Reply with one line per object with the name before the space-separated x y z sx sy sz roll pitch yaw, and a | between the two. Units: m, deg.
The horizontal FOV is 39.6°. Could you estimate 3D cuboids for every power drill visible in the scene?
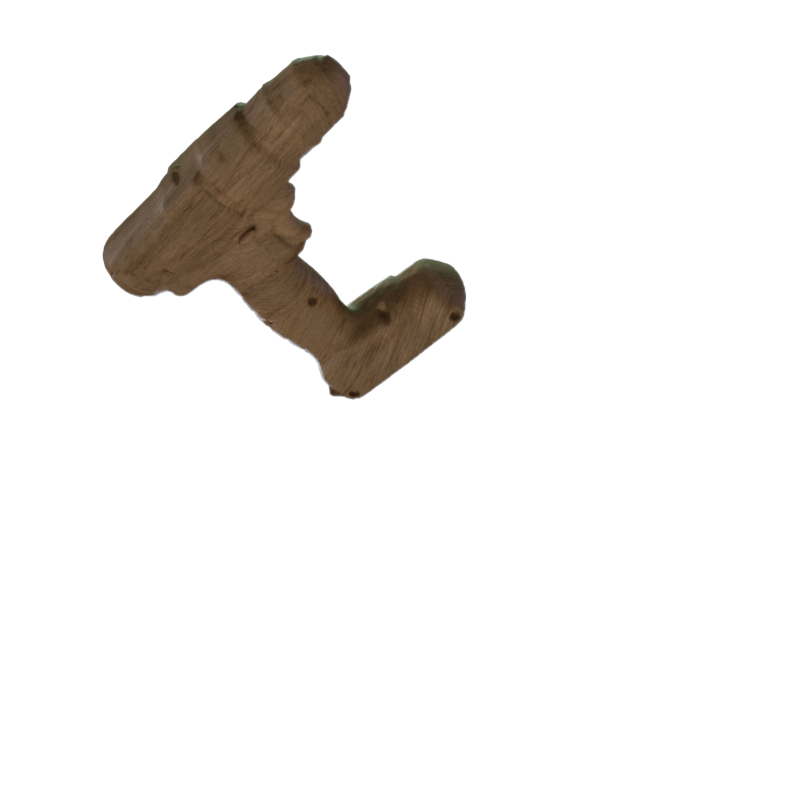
power drill | -0.050 -0.092 0.644 0.177 0.061 0.182 37 -59 -27
